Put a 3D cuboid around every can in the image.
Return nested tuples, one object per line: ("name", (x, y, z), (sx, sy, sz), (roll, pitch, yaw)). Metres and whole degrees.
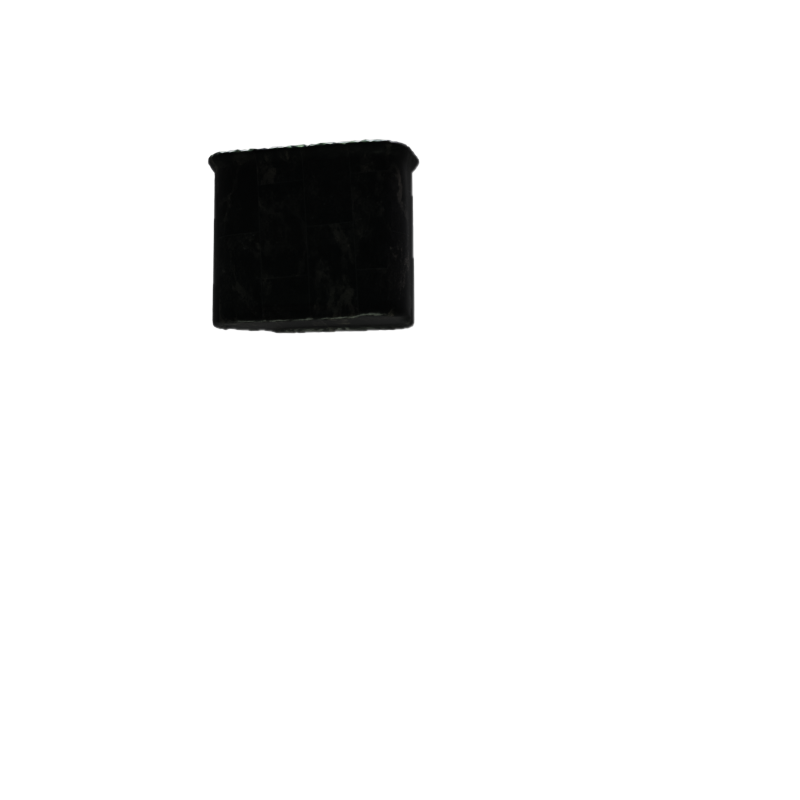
("can", (-0.042, -0.077, 0.542), (0.104, 0.086, 0.055), (-2, -9, 15))
